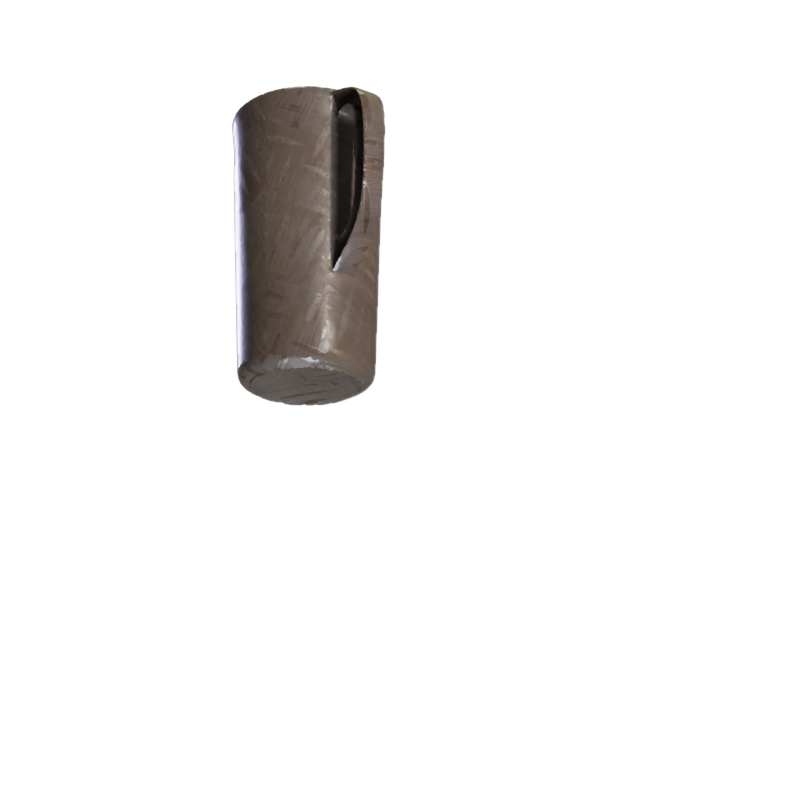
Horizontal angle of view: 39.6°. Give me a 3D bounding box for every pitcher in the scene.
[{"bbox_3d":[-0.071,-0.129,0.902,0.147,0.257,0.139,-6,-25,10],"label":"pitcher"}]
